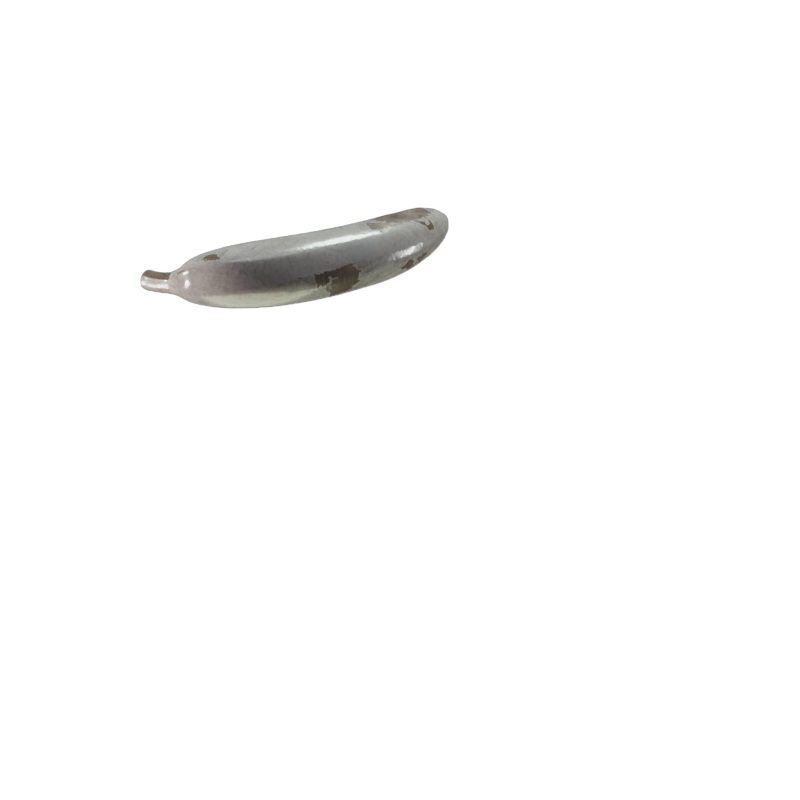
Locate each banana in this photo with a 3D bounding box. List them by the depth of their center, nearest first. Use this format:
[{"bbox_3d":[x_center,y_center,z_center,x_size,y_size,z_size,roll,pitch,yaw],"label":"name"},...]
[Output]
[{"bbox_3d":[-0.046,-0.084,0.638,0.194,0.035,0.075,-13,30,-23],"label":"banana"}]
